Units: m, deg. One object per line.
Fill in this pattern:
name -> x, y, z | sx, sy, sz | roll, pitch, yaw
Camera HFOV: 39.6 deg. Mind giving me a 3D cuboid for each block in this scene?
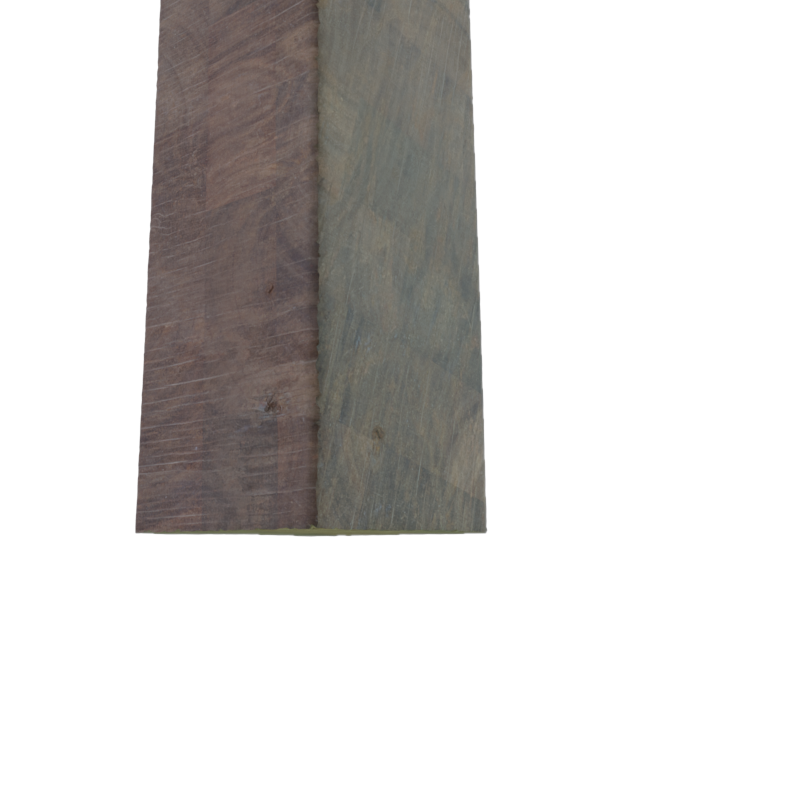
block -> -0.031, -0.058, 0.405 | 0.092, 0.214, 0.085 | -13, -19, 40
